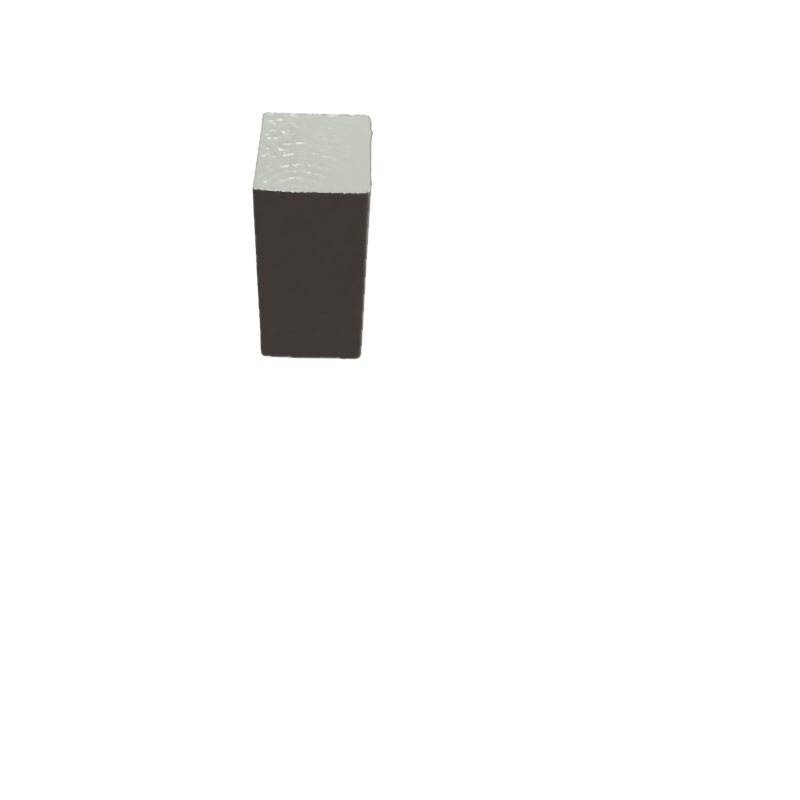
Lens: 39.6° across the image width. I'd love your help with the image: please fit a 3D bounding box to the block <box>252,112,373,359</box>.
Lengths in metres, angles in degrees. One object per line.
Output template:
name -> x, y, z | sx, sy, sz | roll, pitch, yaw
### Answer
block -> -0.072, -0.132, 0.927 | 0.090, 0.097, 0.192 | 3, -39, -2
